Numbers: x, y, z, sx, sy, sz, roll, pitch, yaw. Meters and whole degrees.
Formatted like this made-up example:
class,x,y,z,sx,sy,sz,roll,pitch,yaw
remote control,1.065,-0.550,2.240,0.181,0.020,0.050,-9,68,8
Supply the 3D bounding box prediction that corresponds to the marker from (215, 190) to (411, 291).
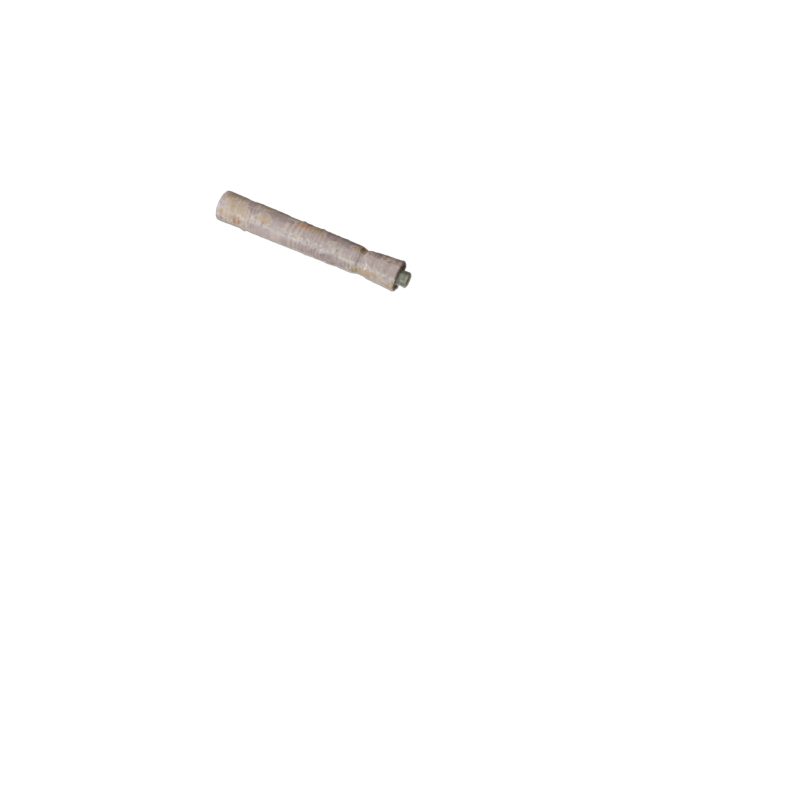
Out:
class,x,y,z,sx,sy,sz,roll,pitch,yaw
marker,-0.050,-0.092,0.642,0.125,0.019,0.019,24,10,15
